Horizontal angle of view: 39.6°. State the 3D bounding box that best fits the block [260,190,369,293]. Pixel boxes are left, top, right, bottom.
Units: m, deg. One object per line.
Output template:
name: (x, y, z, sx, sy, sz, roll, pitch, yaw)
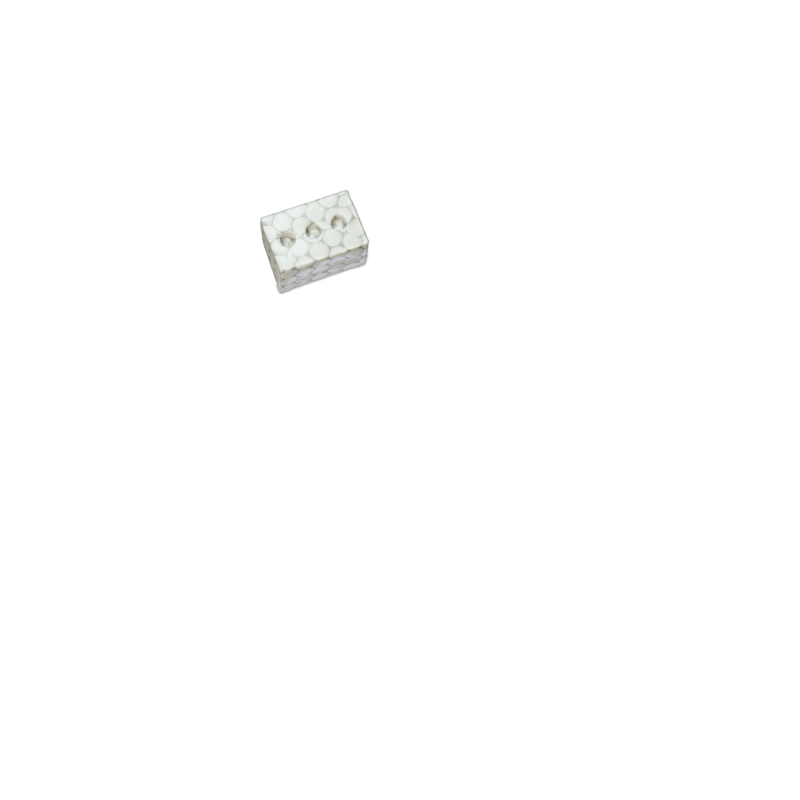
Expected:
block: (-0.072, -0.131, 0.914, 0.078, 0.055, 0.049, -20, -16, -8)
